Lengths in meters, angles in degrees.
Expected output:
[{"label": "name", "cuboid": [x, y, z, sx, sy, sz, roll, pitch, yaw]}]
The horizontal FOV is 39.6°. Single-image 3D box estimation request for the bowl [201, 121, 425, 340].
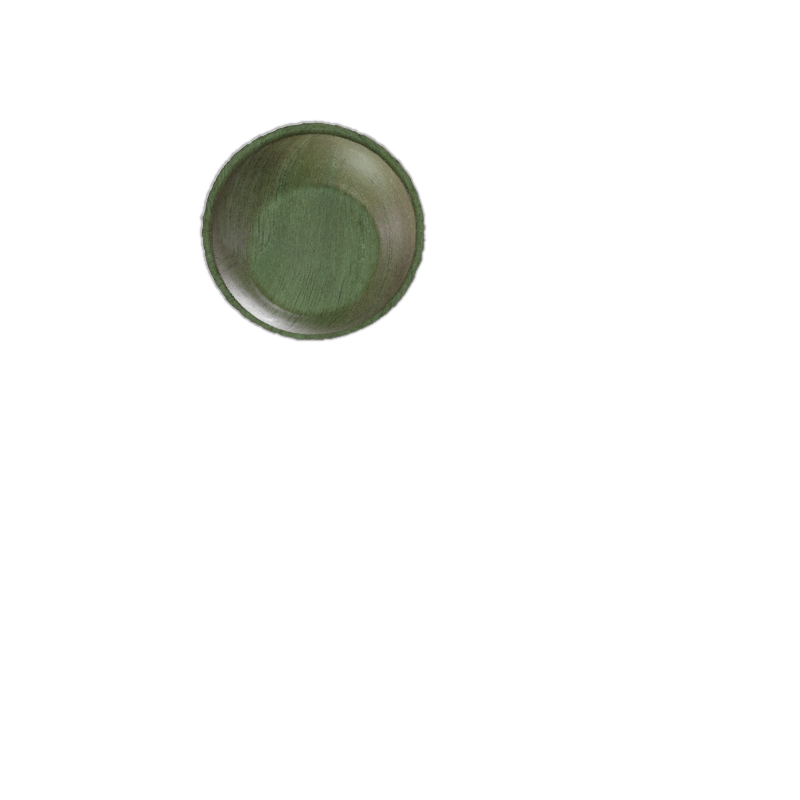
[{"label": "bowl", "cuboid": [-0.061, -0.111, 0.776, 0.162, 0.157, 0.057, 0, 14, -1]}]
